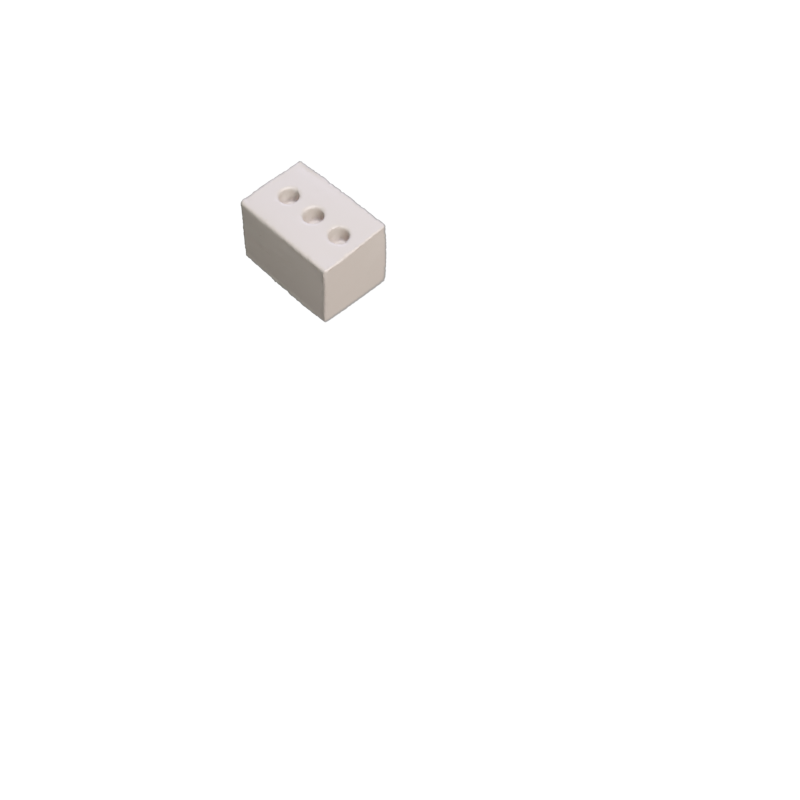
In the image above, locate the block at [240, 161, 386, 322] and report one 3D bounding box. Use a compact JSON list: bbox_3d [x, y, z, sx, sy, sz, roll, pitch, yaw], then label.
[{"bbox_3d":[-0.053,-0.097,0.683,0.053,0.048,0.083,-38,62,-26],"label":"block"}]
